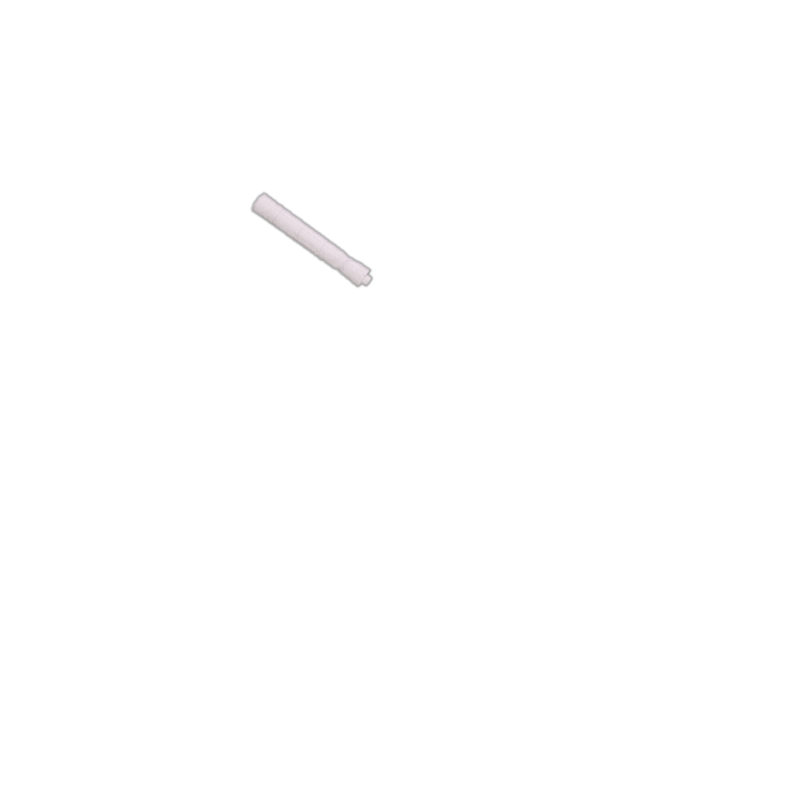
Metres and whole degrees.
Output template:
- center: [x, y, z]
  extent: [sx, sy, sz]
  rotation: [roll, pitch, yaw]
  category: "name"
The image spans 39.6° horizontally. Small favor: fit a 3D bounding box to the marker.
- center: [-0.075, -0.137, 0.957]
  extent: [0.124, 0.019, 0.019]
  rotation: [37, 10, 11]
  category: "marker"
